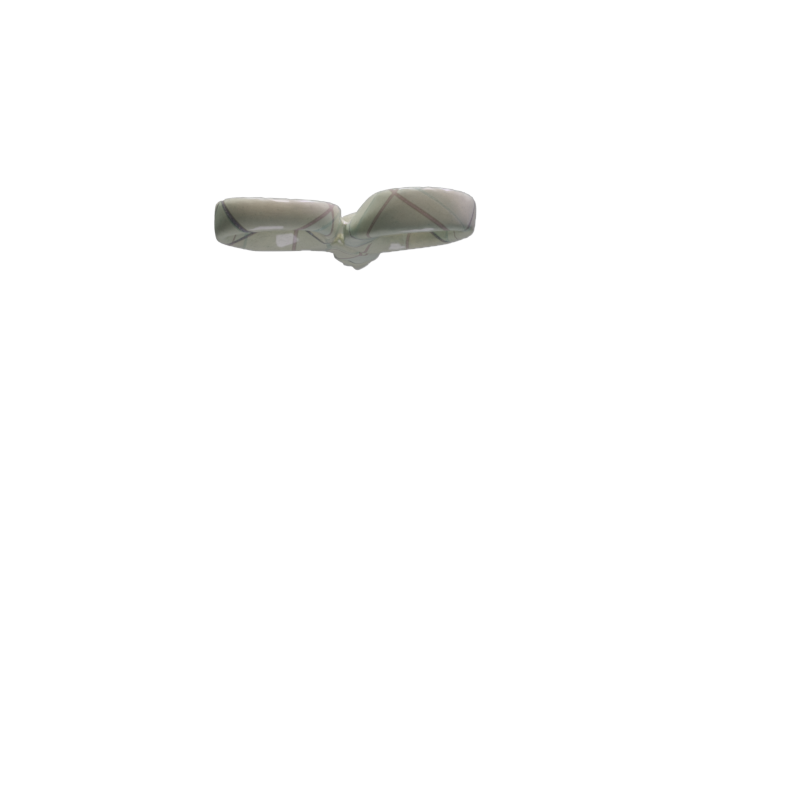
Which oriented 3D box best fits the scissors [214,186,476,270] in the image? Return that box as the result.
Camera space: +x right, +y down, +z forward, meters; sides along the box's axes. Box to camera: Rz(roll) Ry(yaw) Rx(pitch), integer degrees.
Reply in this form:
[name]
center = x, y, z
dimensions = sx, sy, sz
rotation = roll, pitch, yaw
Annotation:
[scissors]
center = -0.034, -0.062, 0.435
dimensions = 0.094, 0.016, 0.205
rotation = 0, 2, -18
